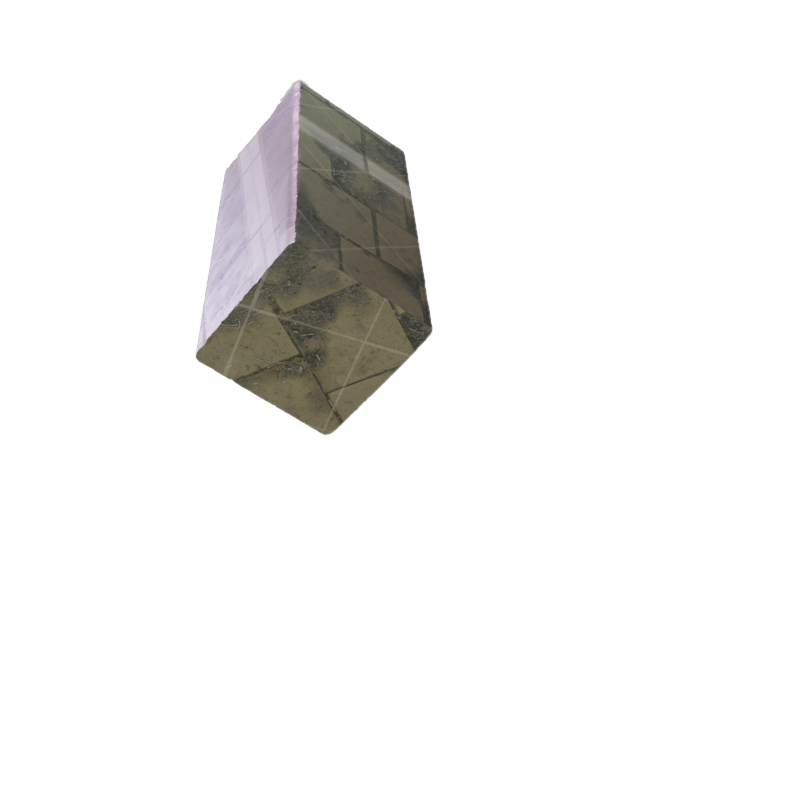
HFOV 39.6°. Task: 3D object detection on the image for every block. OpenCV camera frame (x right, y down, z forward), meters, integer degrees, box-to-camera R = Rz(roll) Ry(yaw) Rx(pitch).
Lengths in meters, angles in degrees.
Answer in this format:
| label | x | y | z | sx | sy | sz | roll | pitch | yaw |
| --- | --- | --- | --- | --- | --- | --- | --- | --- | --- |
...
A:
| label | x | y | z | sx | sy | sz | roll | pitch | yaw |
| --- | --- | --- | --- | --- | --- | --- | --- | --- | --- |
| block | -0.051 | -0.092 | 0.649 | 0.087 | 0.088 | 0.220 | 31 | 28 | -23 |
